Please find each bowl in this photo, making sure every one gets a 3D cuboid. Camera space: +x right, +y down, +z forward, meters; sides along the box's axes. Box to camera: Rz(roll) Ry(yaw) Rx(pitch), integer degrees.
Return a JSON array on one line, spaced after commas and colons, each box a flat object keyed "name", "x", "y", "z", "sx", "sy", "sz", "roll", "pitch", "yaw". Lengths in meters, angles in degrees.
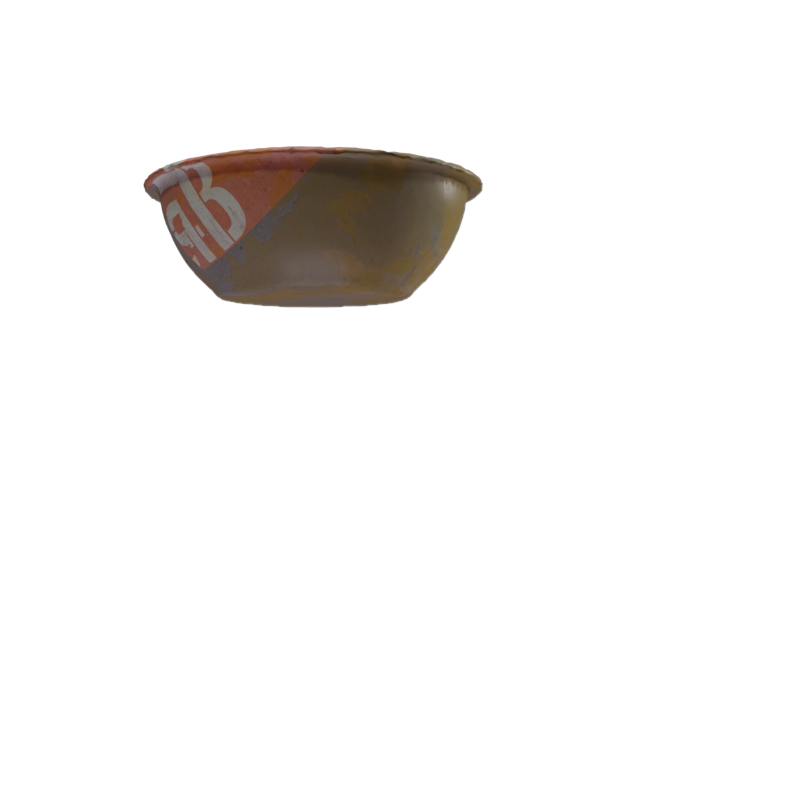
[{"name": "bowl", "x": -0.041, "y": -0.076, "z": 0.530, "sx": 0.162, "sy": 0.056, "sz": 0.160, "roll": 0, "pitch": -2, "yaw": -2}]
